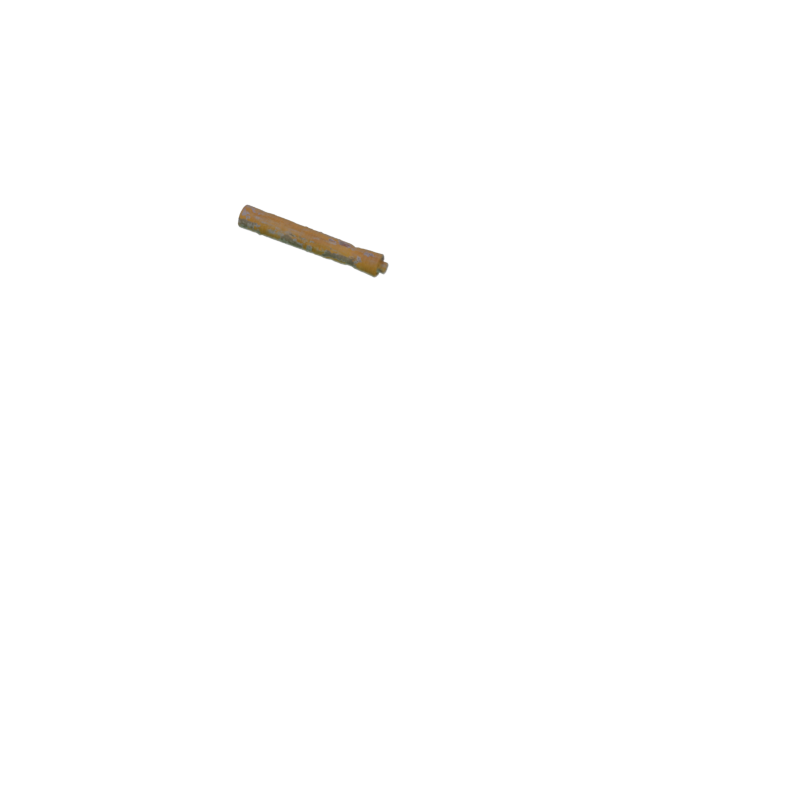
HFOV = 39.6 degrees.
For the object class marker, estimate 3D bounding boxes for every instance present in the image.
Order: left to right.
[{"bbox_3d":[-0.066,-0.121,0.846,0.124,0.019,0.019,22,9,14],"label":"marker"}]
